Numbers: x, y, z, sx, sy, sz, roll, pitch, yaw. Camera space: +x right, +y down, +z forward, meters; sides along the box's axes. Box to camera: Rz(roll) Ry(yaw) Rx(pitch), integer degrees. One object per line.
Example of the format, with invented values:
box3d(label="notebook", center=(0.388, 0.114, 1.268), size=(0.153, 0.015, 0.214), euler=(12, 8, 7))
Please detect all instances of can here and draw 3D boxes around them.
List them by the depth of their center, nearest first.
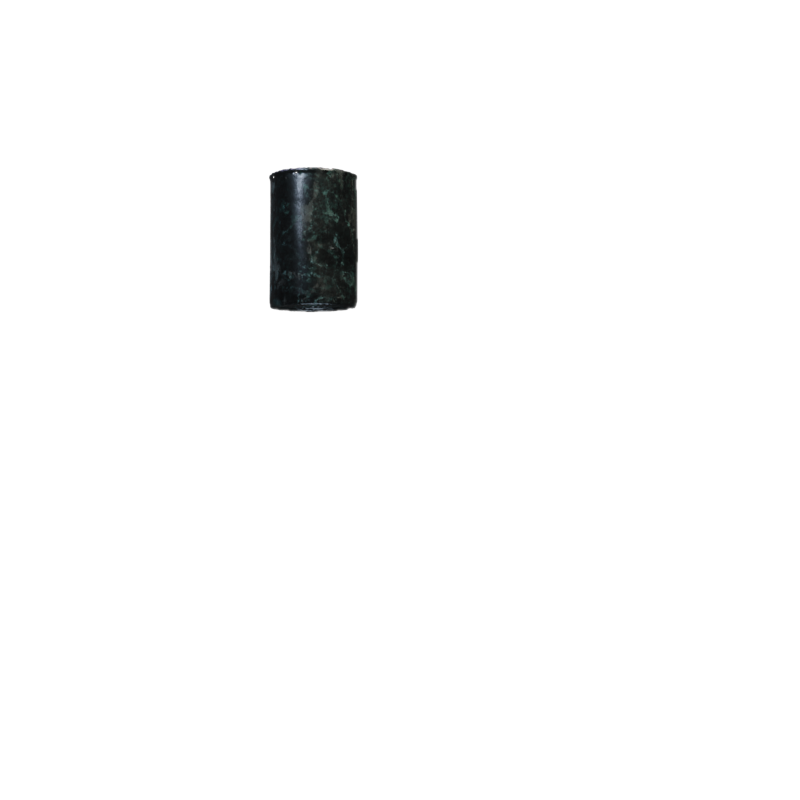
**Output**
box3d(label="can", center=(-0.066, -0.121, 0.846), size=(0.068, 0.104, 0.067), euler=(0, -6, -2))
